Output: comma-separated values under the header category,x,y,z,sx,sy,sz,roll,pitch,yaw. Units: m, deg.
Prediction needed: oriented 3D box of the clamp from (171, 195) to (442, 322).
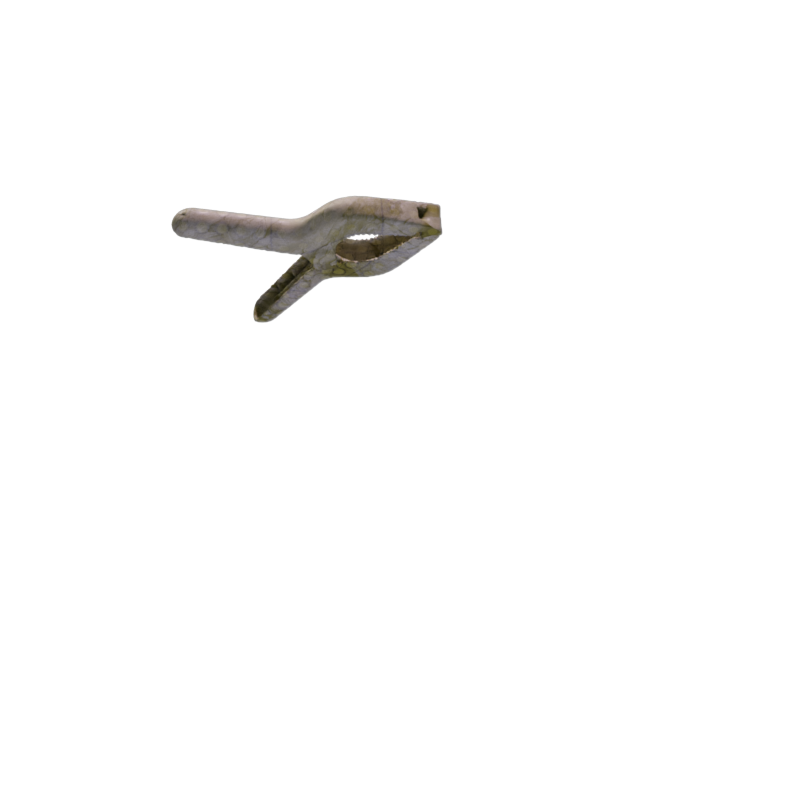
category,x,y,z,sx,sy,sz,roll,pitch,yaw
clamp,-0.071,-0.130,0.910,0.213,0.039,0.152,-14,-31,24
